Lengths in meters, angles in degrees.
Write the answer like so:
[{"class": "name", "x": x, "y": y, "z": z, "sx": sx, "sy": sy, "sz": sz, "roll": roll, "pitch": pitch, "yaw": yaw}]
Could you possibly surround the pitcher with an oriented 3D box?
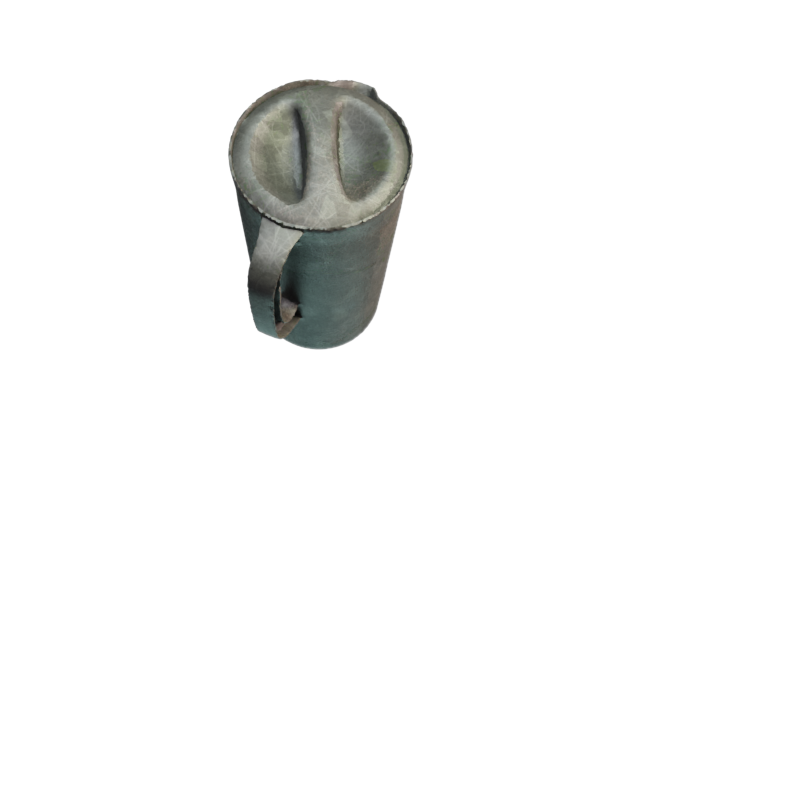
[{"class": "pitcher", "x": -0.070, "y": -0.127, "z": 0.893, "sx": 0.148, "sy": 0.154, "sz": 0.229, "roll": -20, "pitch": -23, "yaw": -12}]
